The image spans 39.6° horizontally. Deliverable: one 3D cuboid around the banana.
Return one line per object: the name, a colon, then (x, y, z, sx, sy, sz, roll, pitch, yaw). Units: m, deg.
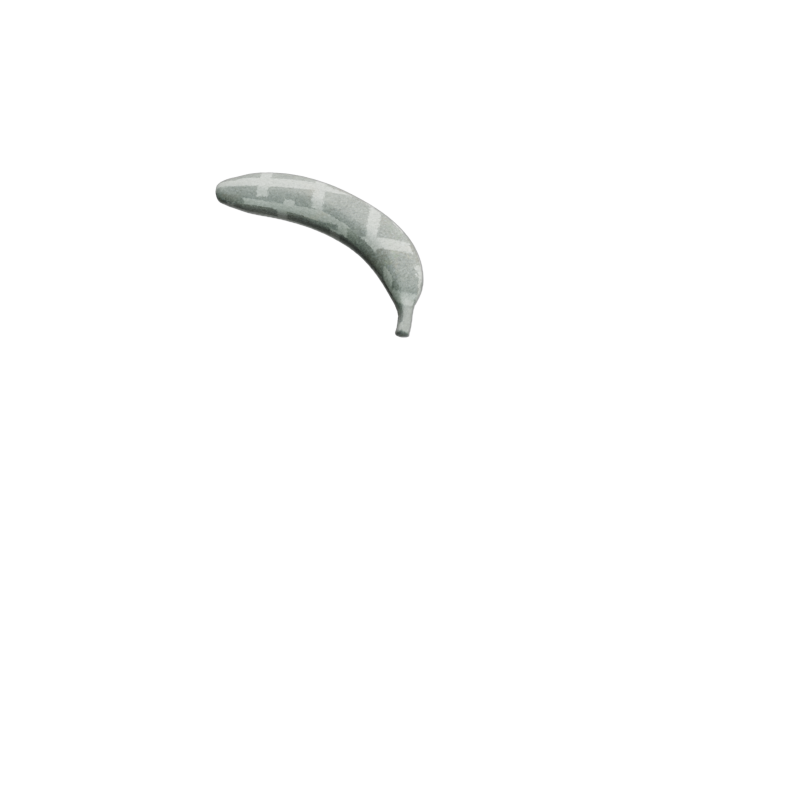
banana: (-0.052, -0.131, 0.854, 0.208, 0.071, 0.034, 37, -26, 21)
